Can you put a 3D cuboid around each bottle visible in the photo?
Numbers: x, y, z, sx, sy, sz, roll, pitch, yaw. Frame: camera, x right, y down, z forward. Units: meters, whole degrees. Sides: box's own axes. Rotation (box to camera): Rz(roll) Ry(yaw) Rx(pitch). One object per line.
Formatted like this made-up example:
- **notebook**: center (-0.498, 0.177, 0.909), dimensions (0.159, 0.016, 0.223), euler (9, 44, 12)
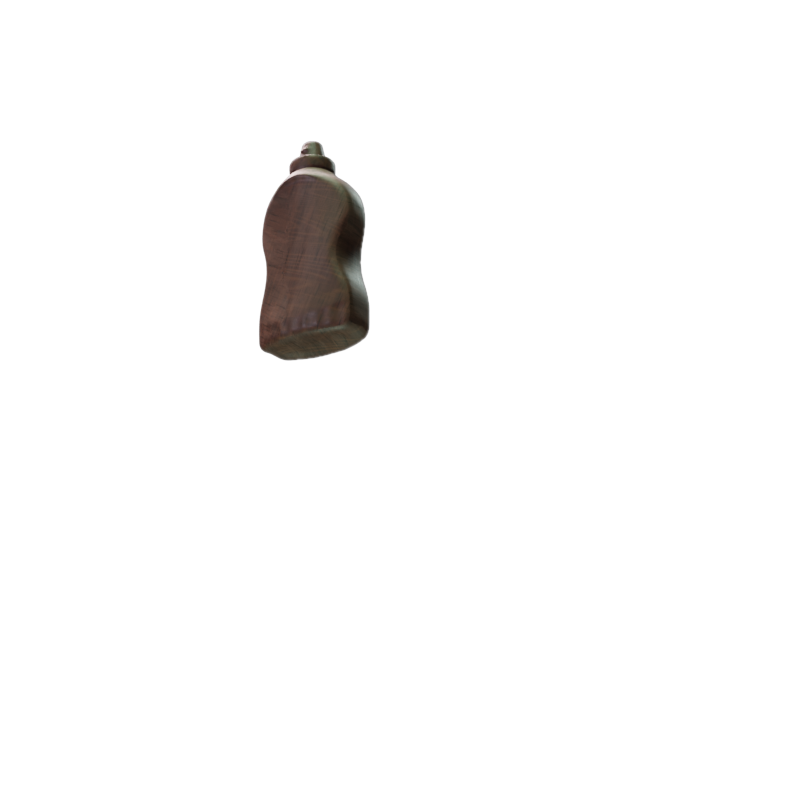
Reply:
- **bottle**: center (-0.075, -0.136, 0.949), dimensions (0.097, 0.203, 0.054), euler (-18, -30, 33)
